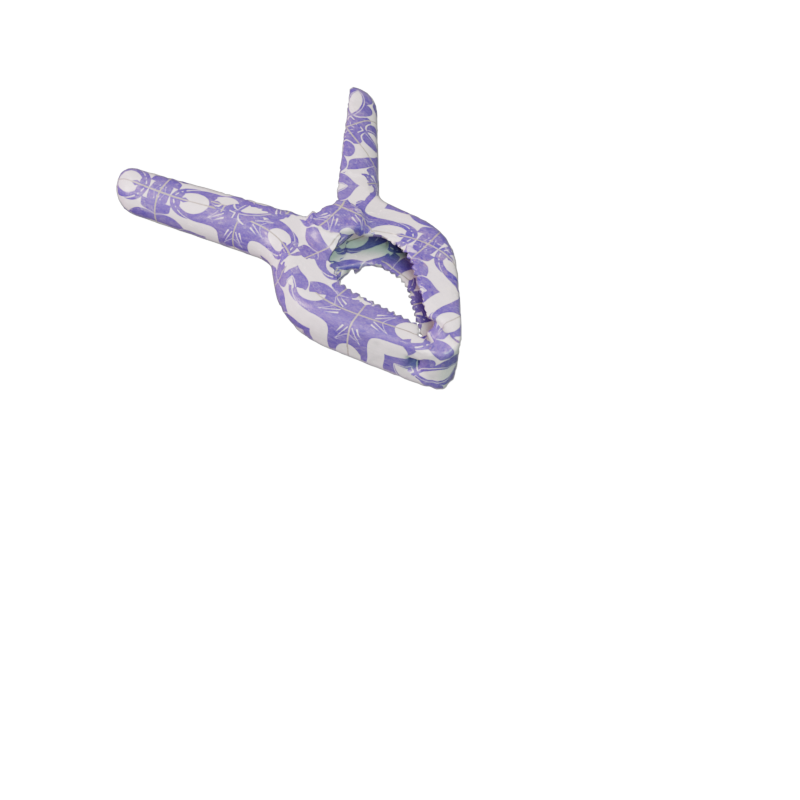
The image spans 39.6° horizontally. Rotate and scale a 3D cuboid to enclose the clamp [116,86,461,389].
[{"bbox_3d":[-0.046,-0.083,0.582,0.163,0.227,0.034,-20,-38,-17],"label":"clamp"}]
